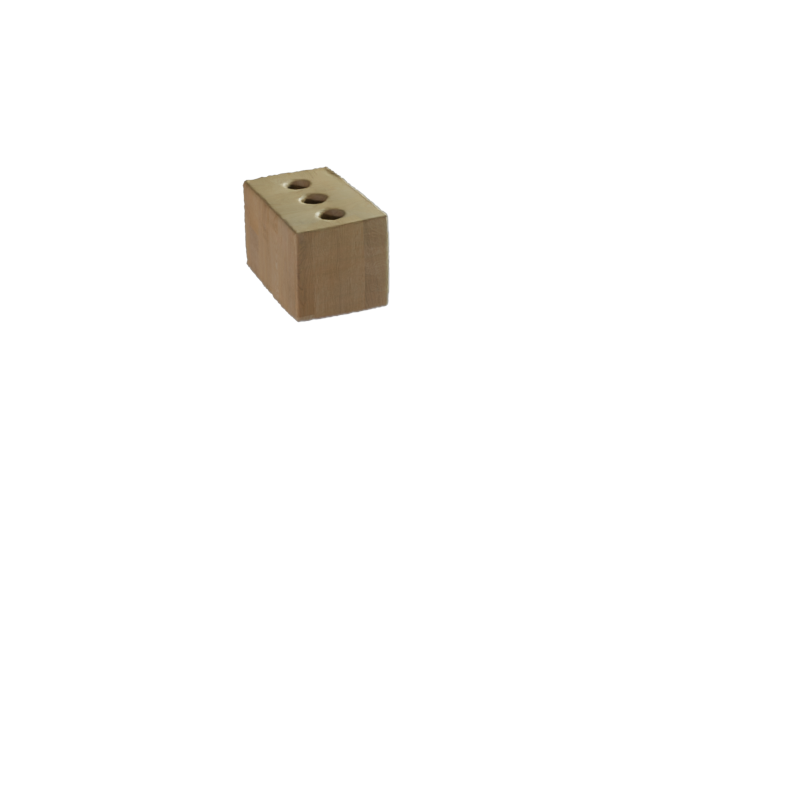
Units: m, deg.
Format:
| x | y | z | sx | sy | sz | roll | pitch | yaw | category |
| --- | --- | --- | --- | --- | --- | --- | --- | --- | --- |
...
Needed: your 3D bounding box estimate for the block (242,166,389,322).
| x | y | z | sx | sy | sz | roll | pitch | yaw | category |
| --- | --- | --- | --- | --- | --- | --- | --- | --- | --- |
| -0.046 | -0.084 | 0.585 | 0.052 | 0.048 | 0.084 | -13 | 32 | -23 | block |
